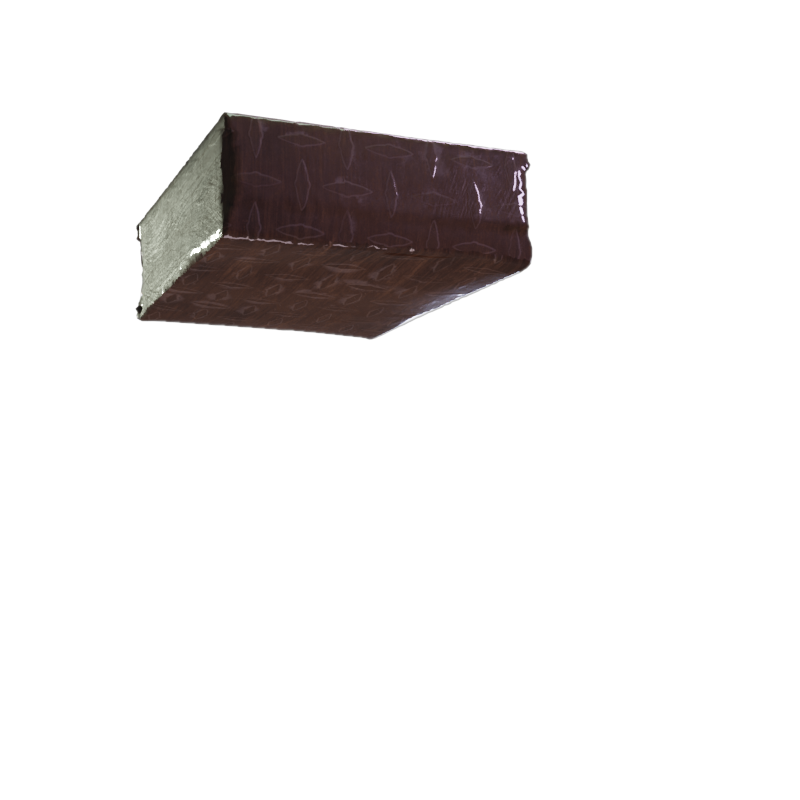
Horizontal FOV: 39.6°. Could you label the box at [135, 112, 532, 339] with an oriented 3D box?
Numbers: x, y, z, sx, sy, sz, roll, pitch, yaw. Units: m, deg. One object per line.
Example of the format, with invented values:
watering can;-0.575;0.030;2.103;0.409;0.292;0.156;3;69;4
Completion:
box;-0.026;-0.048;0.339;0.087;0.040;0.113;5;-12;-23
